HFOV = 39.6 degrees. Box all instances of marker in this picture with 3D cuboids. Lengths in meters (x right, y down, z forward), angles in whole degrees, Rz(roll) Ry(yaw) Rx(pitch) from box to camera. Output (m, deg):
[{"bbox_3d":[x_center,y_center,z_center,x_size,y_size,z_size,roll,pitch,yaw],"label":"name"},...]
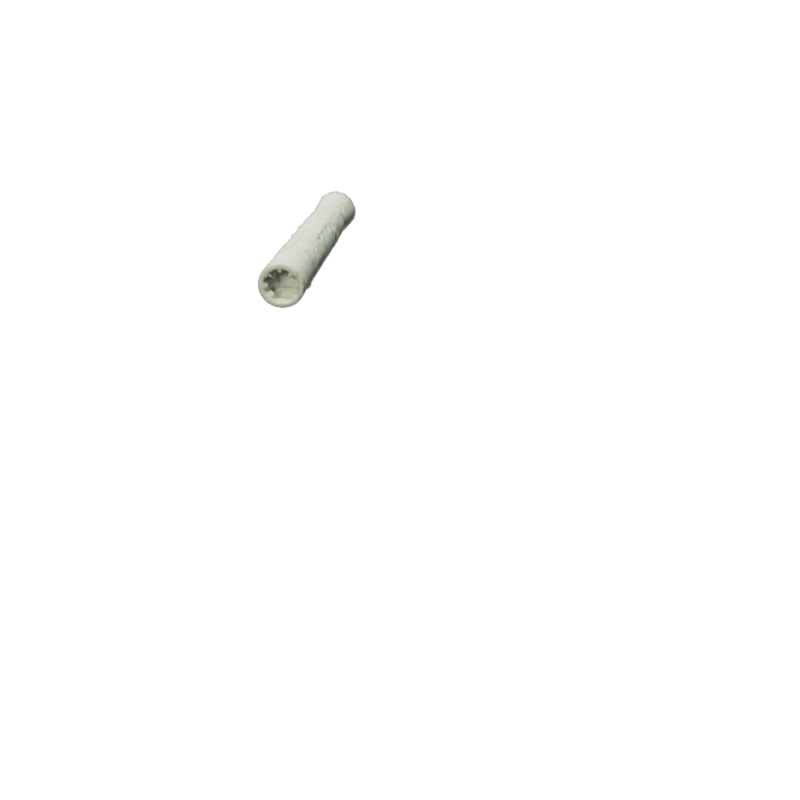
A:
[{"bbox_3d":[-0.038,-0.069,0.486,0.020,0.019,0.125,0,24,9],"label":"marker"}]
